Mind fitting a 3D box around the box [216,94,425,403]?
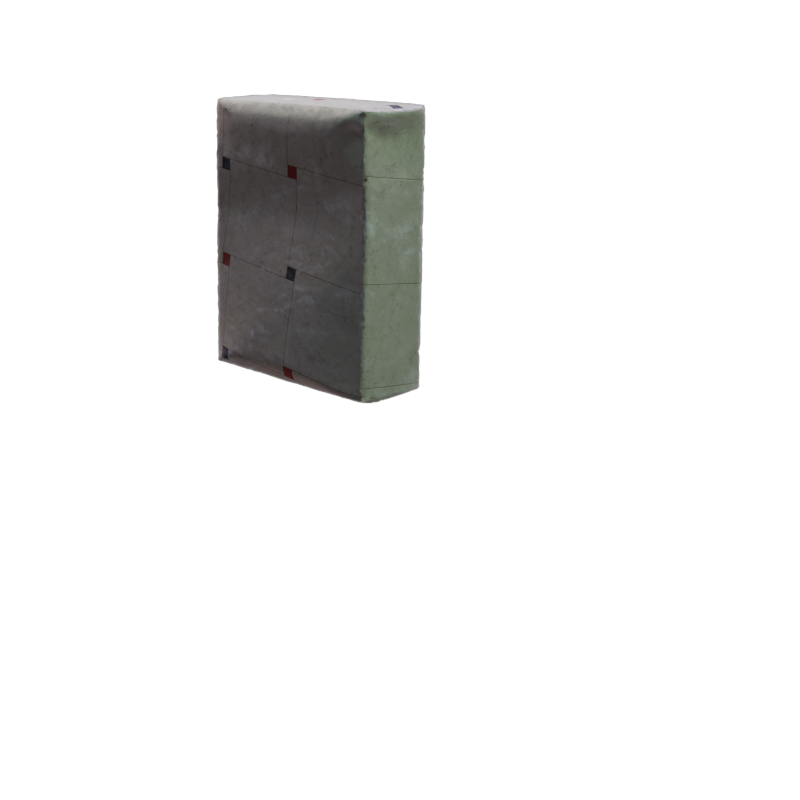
[{"bbox_3d":[-0.066,-0.120,0.840,0.173,0.208,0.070,14,18,42],"label":"box"}]
